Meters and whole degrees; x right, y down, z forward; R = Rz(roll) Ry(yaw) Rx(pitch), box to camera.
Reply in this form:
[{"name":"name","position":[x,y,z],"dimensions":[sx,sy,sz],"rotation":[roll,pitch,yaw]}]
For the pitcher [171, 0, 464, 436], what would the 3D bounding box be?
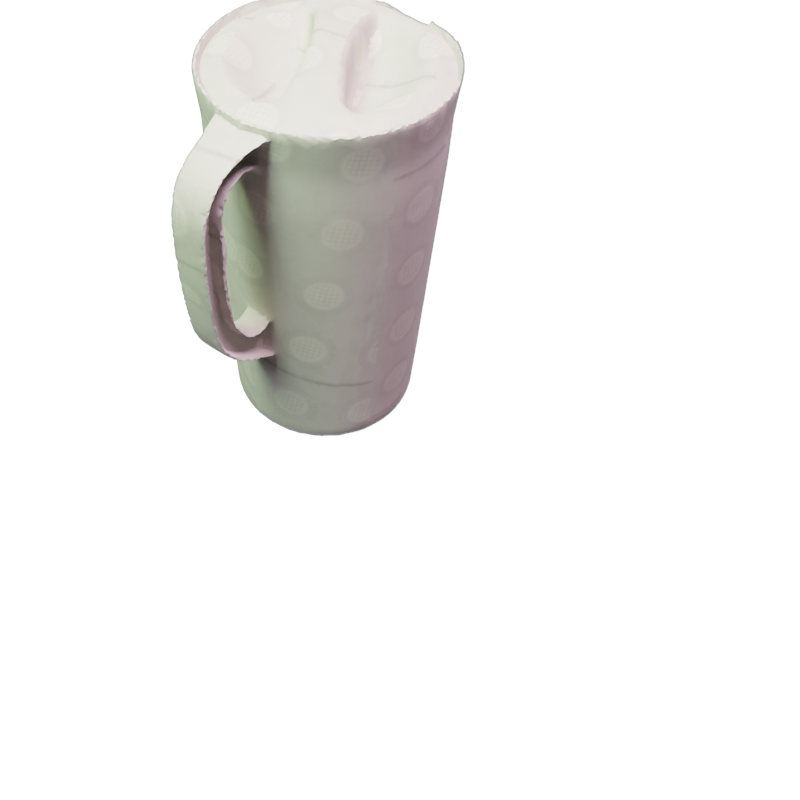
[{"name":"pitcher","position":[-0.048,-0.087,0.612],"dimensions":[0.148,0.157,0.226],"rotation":[-5,-44,-8]}]
